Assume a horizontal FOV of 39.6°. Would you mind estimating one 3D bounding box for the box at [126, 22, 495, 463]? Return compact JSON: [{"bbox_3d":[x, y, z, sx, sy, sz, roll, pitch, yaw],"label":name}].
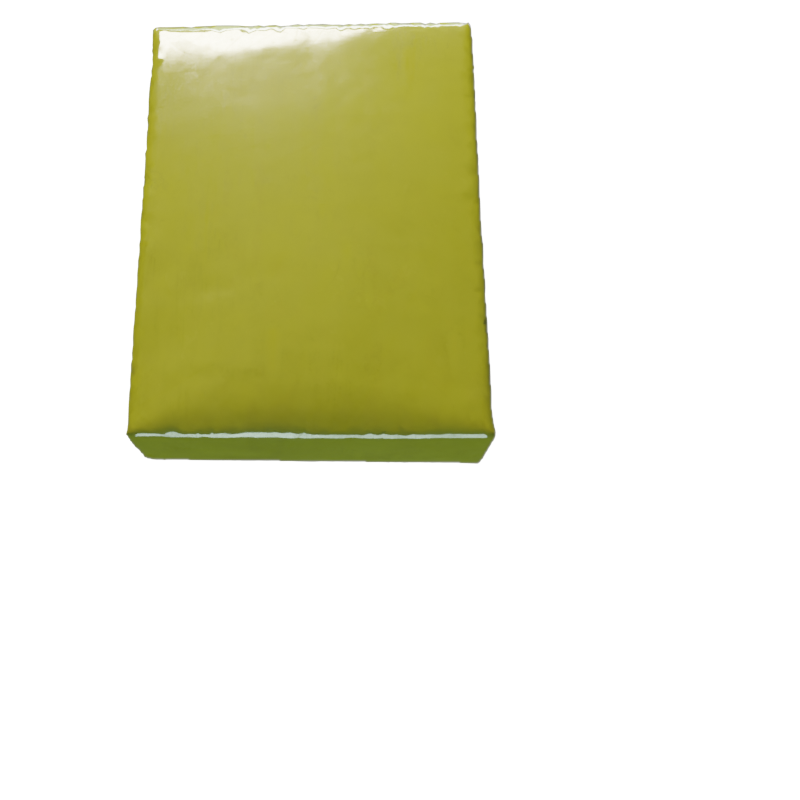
[{"bbox_3d":[-0.043,-0.079,0.551,0.164,0.225,0.068,-1,-21,0],"label":"box"}]
